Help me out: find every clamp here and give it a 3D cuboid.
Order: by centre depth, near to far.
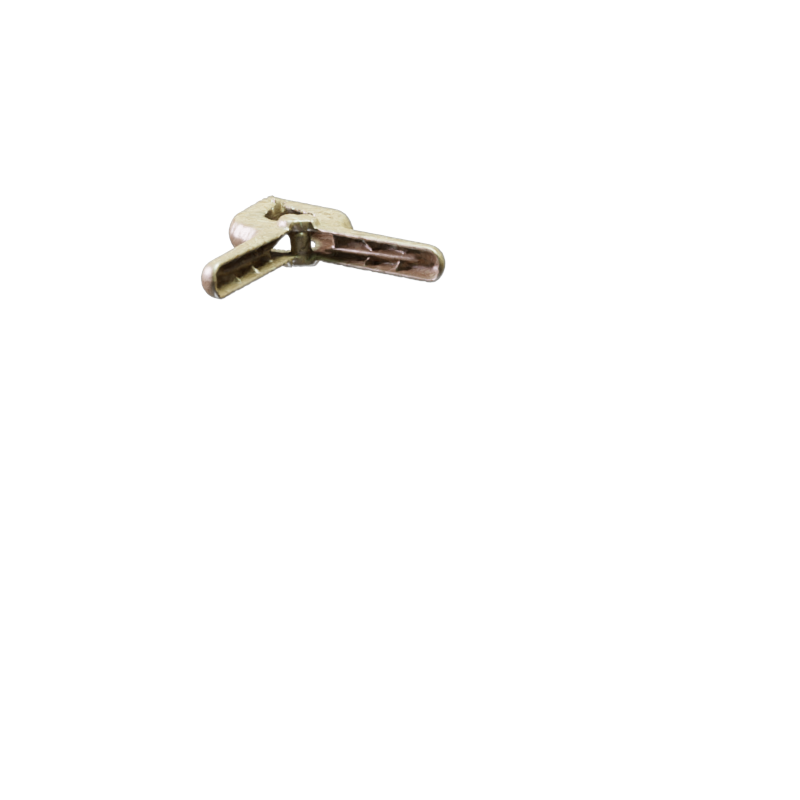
[{"bbox_3d":[-0.064,-0.117,0.818,0.163,0.035,0.220,-3,21,-8],"label":"clamp"}]
